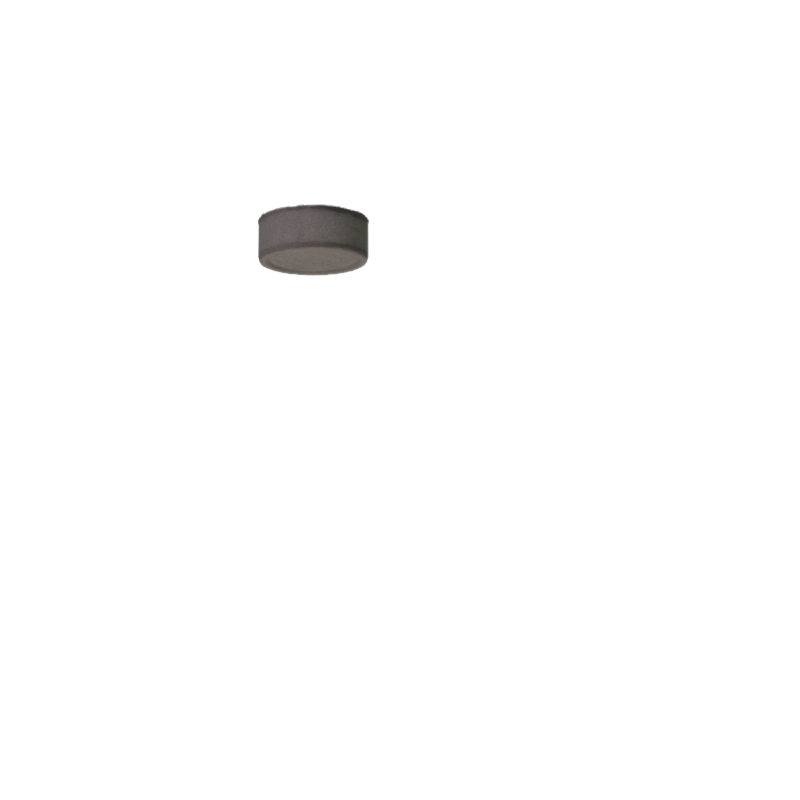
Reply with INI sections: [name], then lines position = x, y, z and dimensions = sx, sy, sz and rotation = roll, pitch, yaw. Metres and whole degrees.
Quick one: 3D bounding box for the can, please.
[can]
position = -0.067, -0.122, 0.851
dimensions = 0.086, 0.035, 0.083
rotation = 0, -9, -2
